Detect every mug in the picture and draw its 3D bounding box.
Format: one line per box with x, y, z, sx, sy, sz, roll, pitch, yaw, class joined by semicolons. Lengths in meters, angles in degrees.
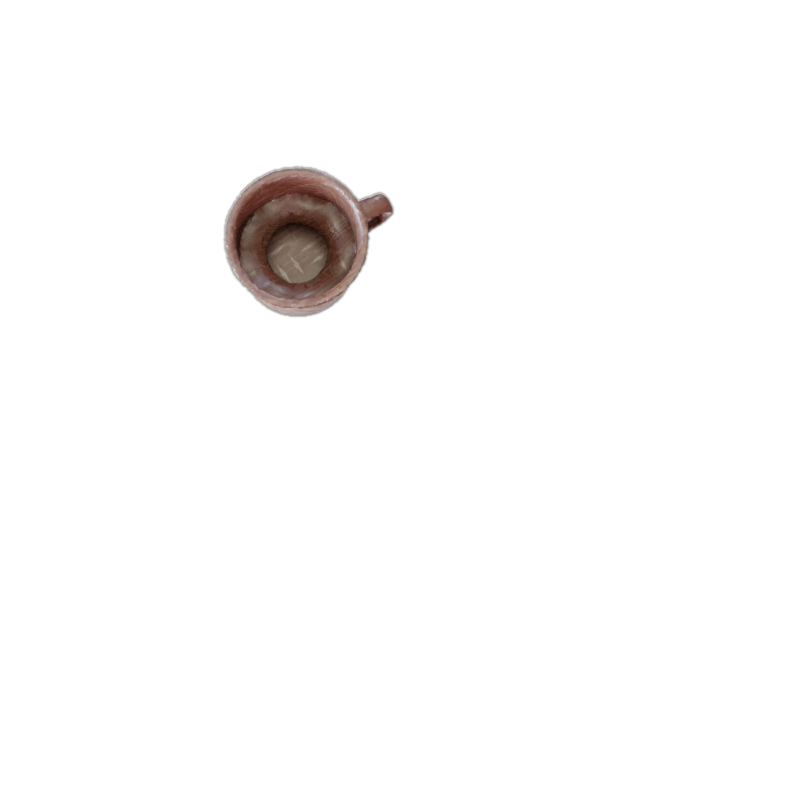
-0.059;-0.107;0.752;0.117;0.096;0.080;-29;-7;-6;mug
